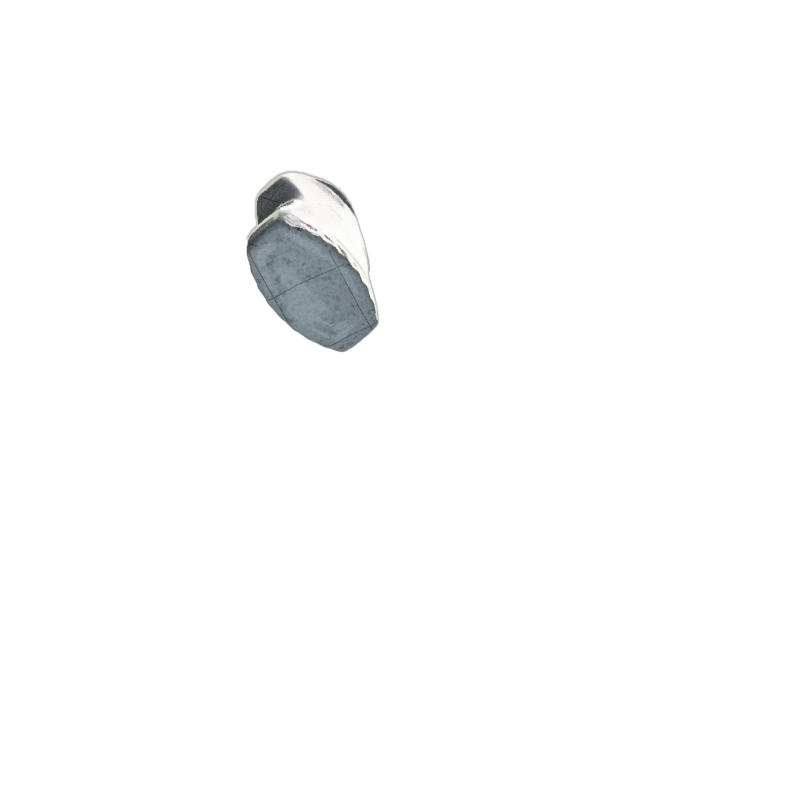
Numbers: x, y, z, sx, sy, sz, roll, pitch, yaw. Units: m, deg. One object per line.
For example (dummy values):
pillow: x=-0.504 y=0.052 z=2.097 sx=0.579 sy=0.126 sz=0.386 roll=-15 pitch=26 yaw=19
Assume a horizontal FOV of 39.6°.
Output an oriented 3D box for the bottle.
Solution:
bottle: x=-0.060 y=-0.111 z=0.775 sx=0.058 sy=0.092 sz=0.202 roll=-42 pitch=21 yaw=15
